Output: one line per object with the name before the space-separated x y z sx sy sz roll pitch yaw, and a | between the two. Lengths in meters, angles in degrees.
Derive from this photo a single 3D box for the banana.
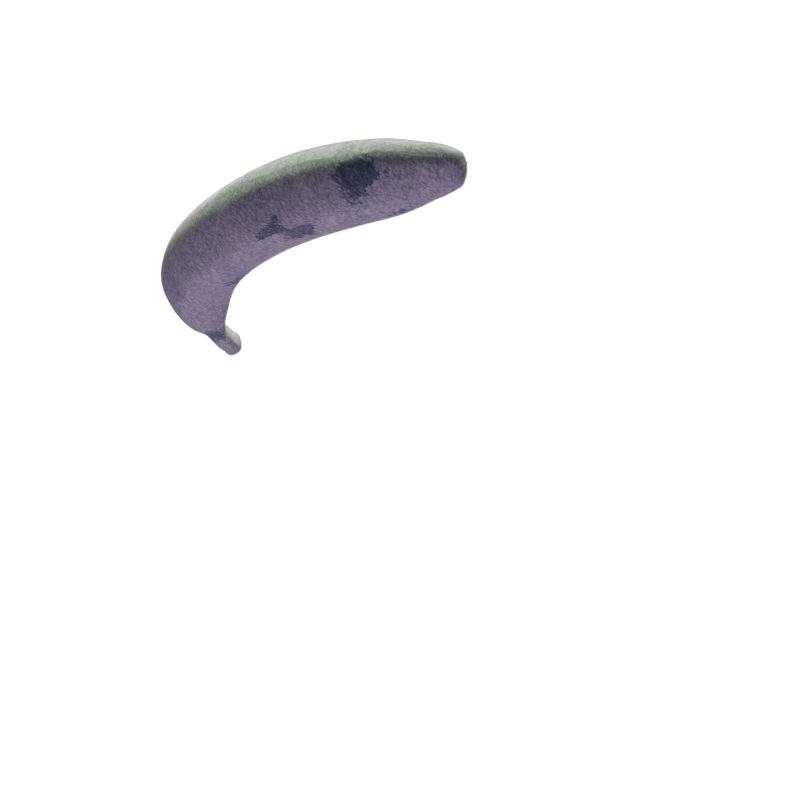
banana | -0.056 -0.073 0.487 0.066 0.039 0.197 15 -26 -33
